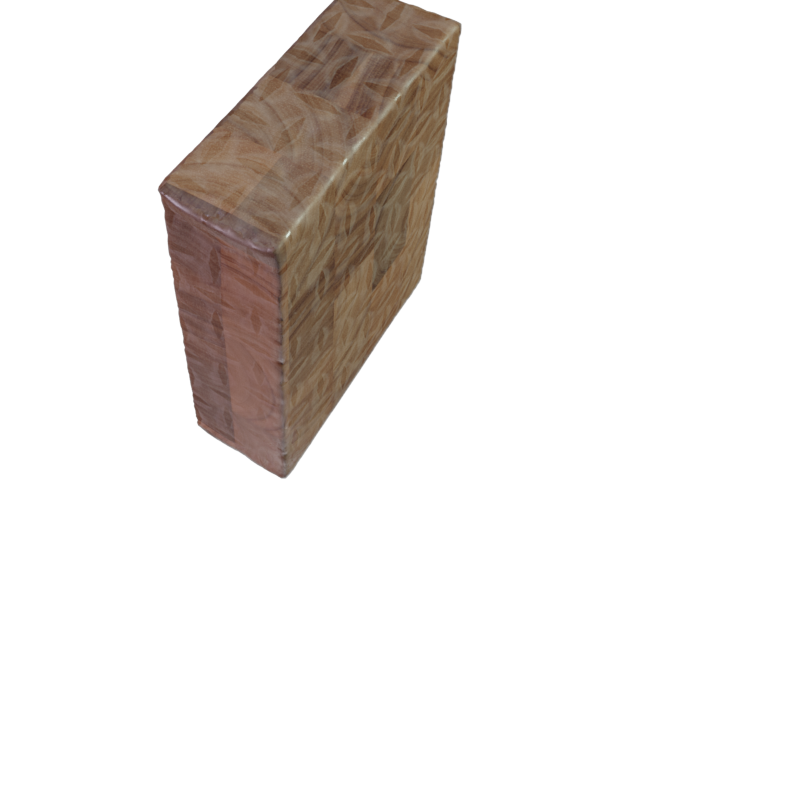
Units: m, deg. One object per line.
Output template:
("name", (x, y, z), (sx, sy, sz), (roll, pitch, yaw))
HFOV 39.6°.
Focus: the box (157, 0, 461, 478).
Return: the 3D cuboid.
("box", (-0.045, -0.083, 0.578), (0.074, 0.169, 0.200), (26, -30, 12))
